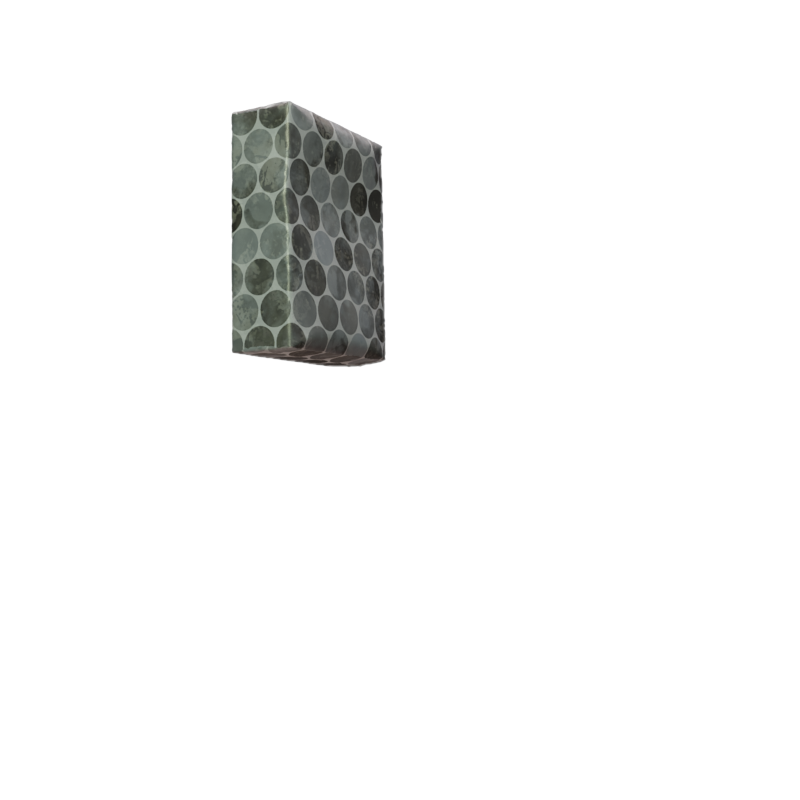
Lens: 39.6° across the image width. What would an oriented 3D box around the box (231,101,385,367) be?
[{"bbox_3d":[-0.078,-0.142,0.998,0.074,0.220,0.156,-7,-11,30],"label":"box"}]
